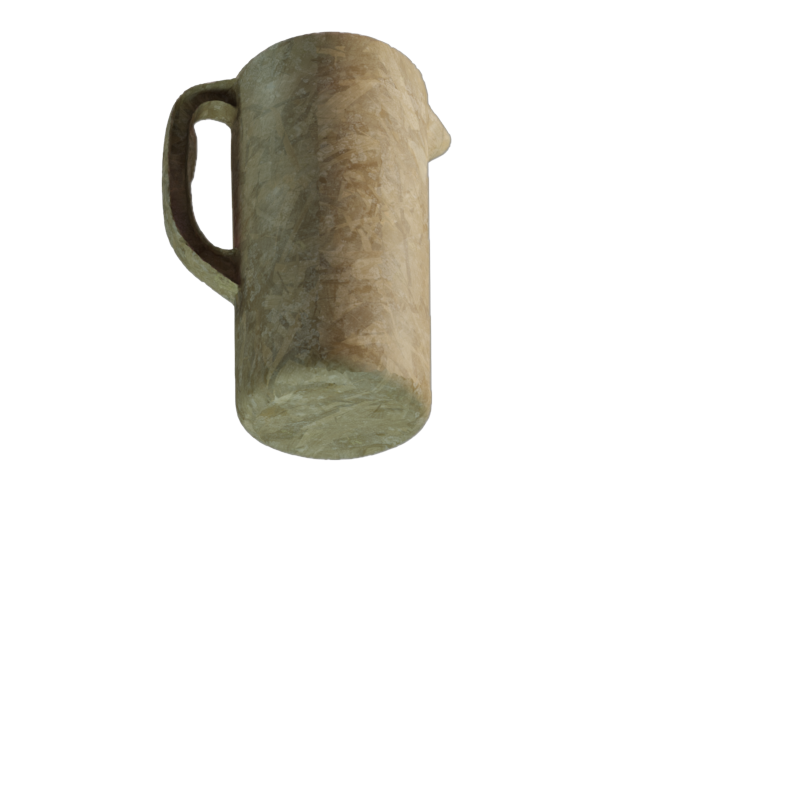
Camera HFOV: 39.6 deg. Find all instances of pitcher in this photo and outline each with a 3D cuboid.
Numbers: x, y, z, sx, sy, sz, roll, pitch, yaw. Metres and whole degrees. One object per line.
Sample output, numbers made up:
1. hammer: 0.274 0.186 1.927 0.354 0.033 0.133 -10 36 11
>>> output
1. pitcher: -0.052 -0.096 0.669 0.151 0.260 0.134 -17 -36 21
